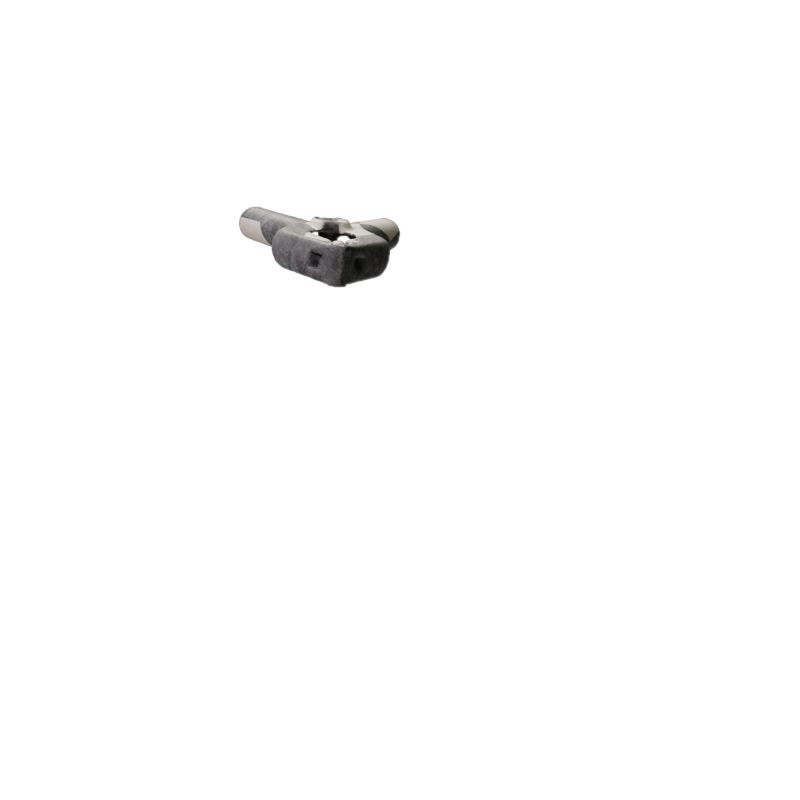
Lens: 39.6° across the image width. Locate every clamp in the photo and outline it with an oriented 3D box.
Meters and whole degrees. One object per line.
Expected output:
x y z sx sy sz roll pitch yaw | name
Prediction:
-0.060 -0.110 0.770 0.120 0.038 0.175 0 14 1 | clamp
